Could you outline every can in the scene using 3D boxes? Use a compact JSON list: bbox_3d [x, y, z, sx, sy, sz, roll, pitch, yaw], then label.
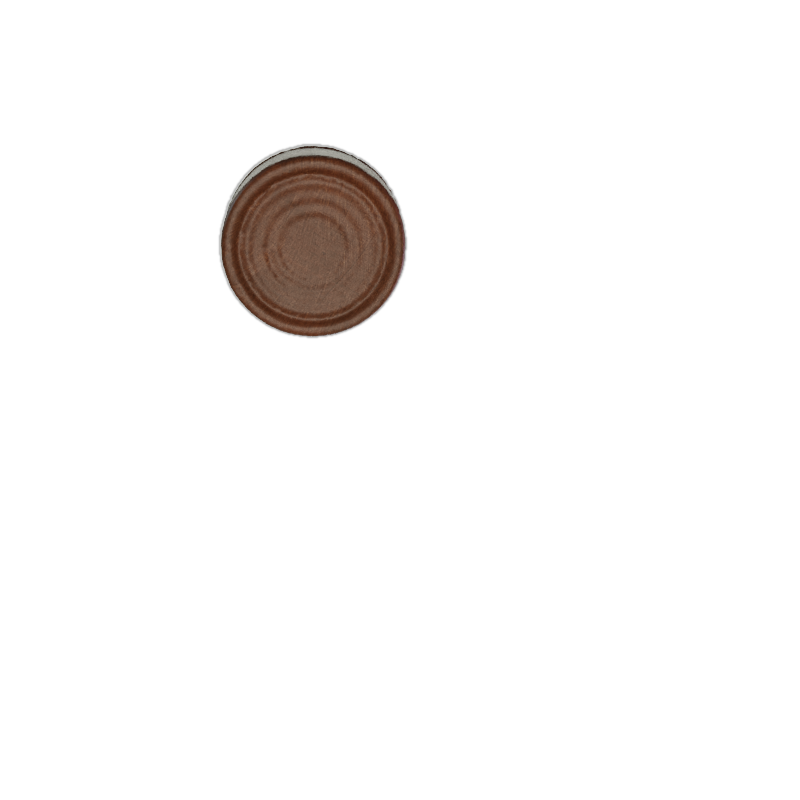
[{"bbox_3d":[-0.040,-0.073,0.514,0.086,0.083,0.035,0,13,-1],"label":"can"}]
